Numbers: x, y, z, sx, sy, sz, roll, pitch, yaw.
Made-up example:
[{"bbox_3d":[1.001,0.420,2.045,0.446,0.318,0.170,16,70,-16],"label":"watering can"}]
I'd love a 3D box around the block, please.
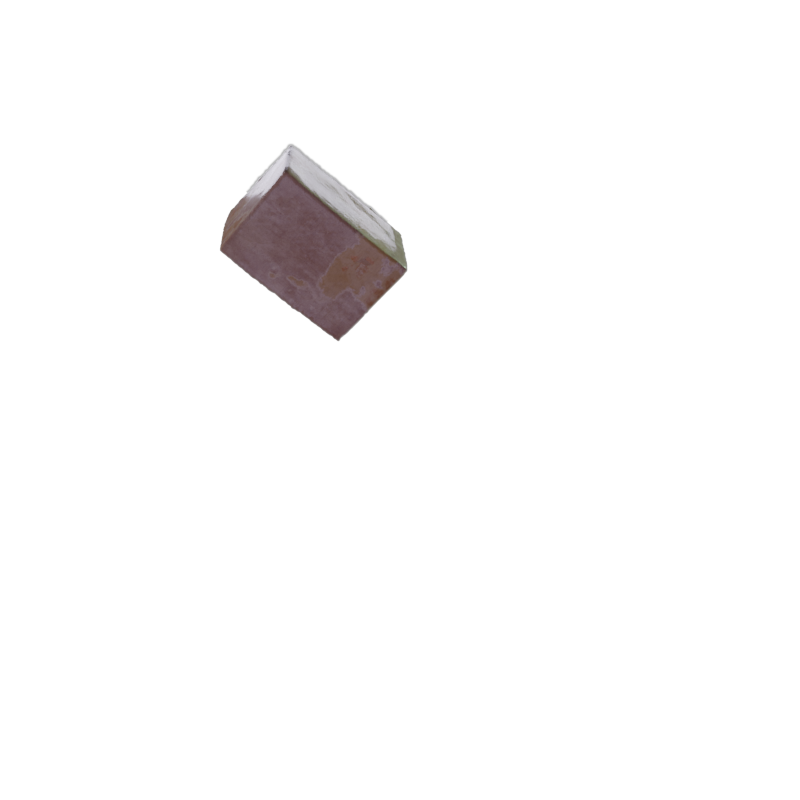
[{"bbox_3d":[-0.043,-0.078,0.549,0.075,0.052,0.054,38,18,-17],"label":"block"}]
